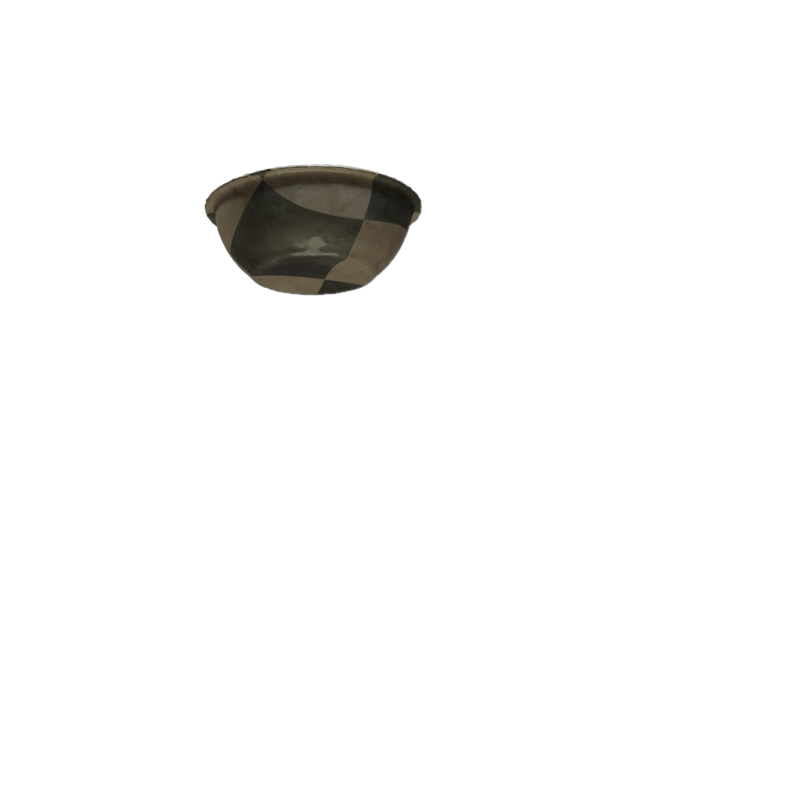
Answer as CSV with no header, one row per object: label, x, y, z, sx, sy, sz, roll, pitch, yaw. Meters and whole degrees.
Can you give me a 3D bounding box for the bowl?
bowl,-0.064,-0.117,0.817,0.162,0.057,0.156,0,-14,-2
